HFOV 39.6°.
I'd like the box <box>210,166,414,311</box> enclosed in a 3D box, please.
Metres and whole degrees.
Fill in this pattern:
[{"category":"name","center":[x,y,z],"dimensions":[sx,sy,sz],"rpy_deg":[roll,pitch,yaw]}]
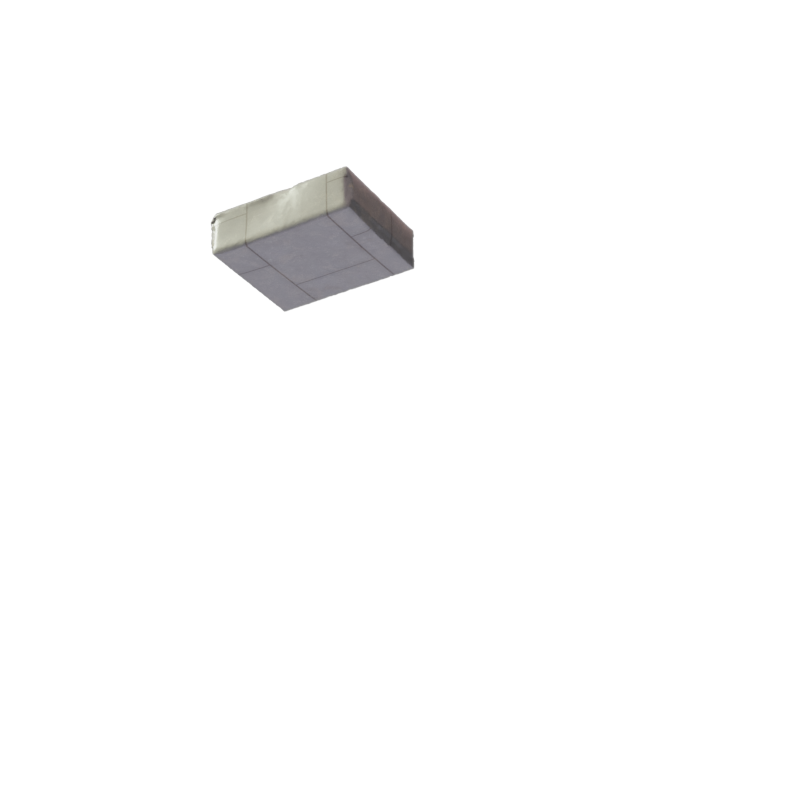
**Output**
[{"category":"box","center":[-0.048,-0.087,0.609],"dimensions":[0.090,0.032,0.068],"rpy_deg":[-15,-31,27]}]
